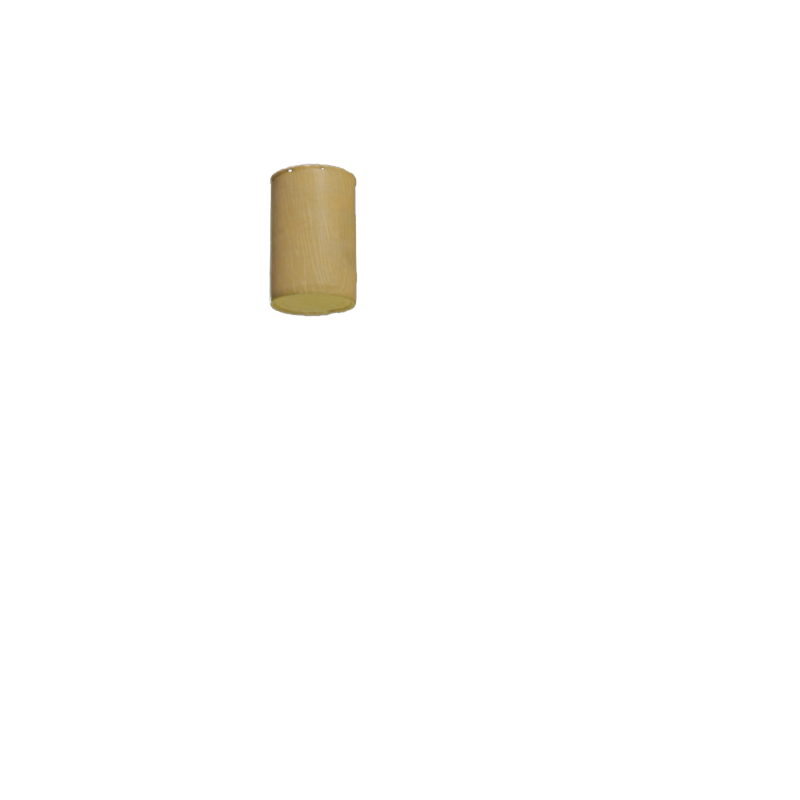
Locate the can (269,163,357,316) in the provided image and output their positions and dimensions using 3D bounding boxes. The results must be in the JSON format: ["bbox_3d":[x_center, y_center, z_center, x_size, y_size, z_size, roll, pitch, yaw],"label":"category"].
[{"bbox_3d":[-0.067,-0.122,0.852,0.068,0.106,0.066,0,-16,-2],"label":"can"}]
